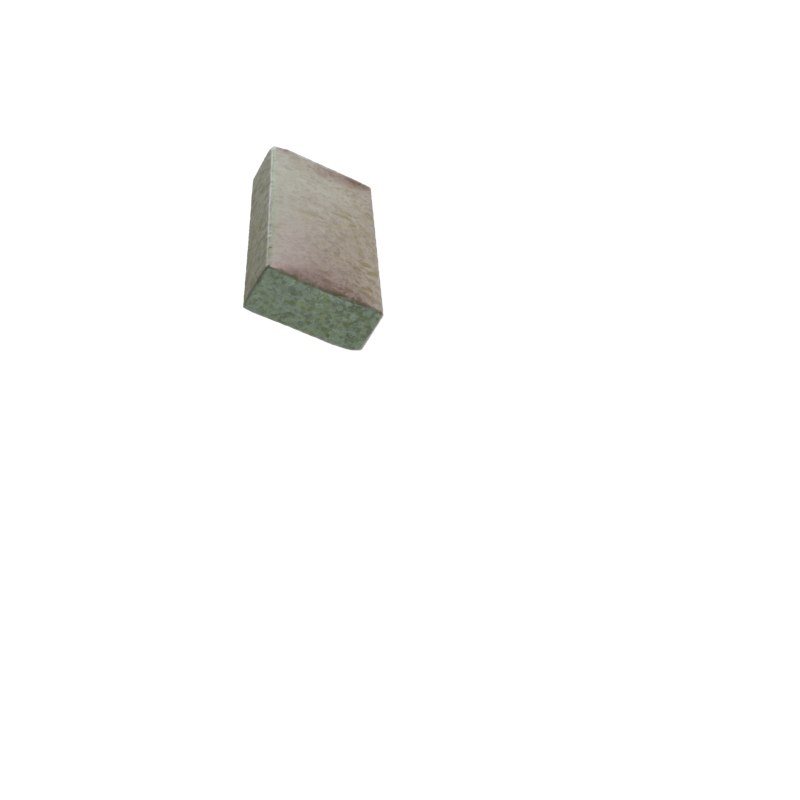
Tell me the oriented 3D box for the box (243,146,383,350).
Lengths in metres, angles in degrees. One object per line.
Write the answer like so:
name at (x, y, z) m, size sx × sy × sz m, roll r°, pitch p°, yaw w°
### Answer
box at (-0.065, -0.119, 0.831) m, size 0.090 × 0.046 × 0.189 m, roll 20°, pitch 36°, yaw -19°
